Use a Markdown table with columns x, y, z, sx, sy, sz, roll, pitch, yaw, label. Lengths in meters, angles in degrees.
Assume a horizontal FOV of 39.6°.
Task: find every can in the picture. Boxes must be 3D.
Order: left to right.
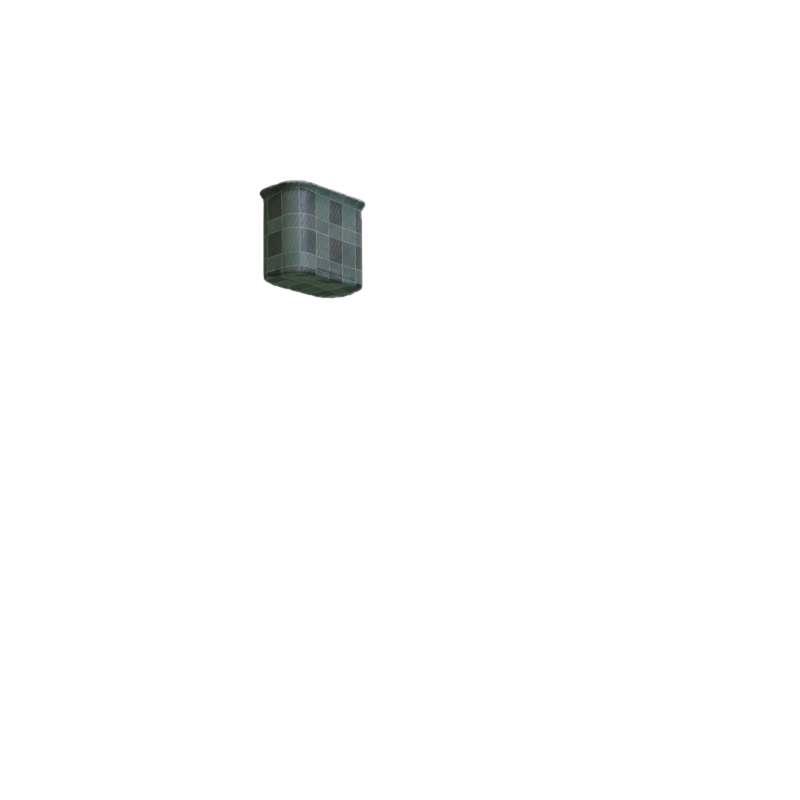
| x | y | z | sx | sy | sz | roll | pitch | yaw | label |
| --- | --- | --- | --- | --- | --- | --- | --- | --- | --- |
| -0.078 | -0.142 | 0.994 | 0.059 | 0.087 | 0.096 | -13 | -17 | 40 | can |
